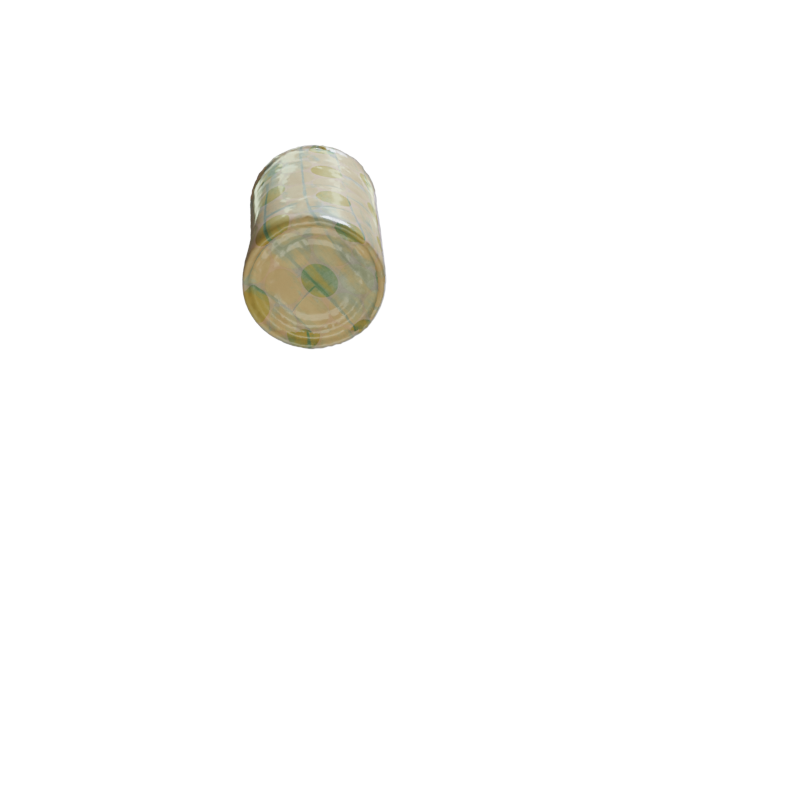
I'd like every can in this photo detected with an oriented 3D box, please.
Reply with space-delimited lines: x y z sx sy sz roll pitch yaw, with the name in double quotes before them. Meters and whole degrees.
"can" -0.043 -0.078 0.548 0.068 0.065 0.108 0 28 -3
